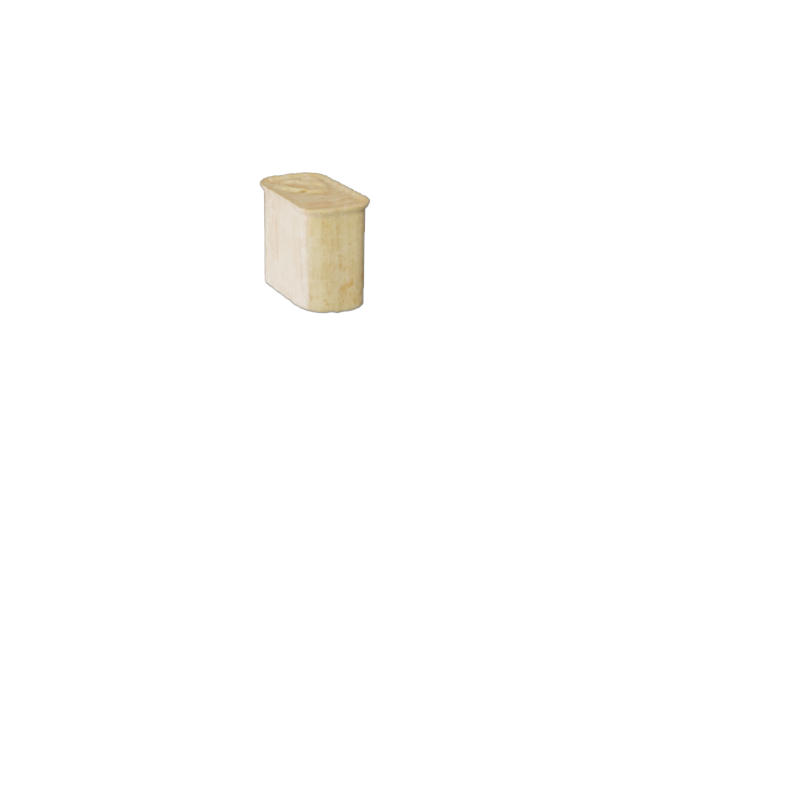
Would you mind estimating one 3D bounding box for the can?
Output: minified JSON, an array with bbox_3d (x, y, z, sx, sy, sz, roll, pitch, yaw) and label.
[{"bbox_3d":[-0.067,-0.122,0.853,0.056,0.080,0.109,-11,26,-27],"label":"can"}]
